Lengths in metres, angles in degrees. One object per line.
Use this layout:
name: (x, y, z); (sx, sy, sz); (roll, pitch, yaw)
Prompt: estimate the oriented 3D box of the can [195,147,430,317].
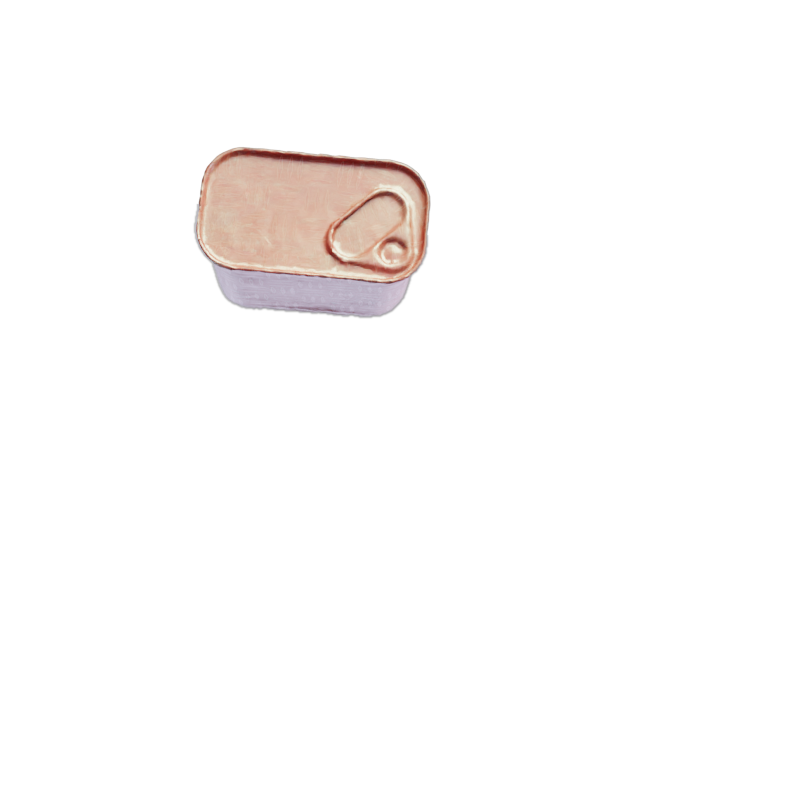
can: (-0.041, -0.075, 0.526); (0.102, 0.059, 0.081); (5, -12, 0)
